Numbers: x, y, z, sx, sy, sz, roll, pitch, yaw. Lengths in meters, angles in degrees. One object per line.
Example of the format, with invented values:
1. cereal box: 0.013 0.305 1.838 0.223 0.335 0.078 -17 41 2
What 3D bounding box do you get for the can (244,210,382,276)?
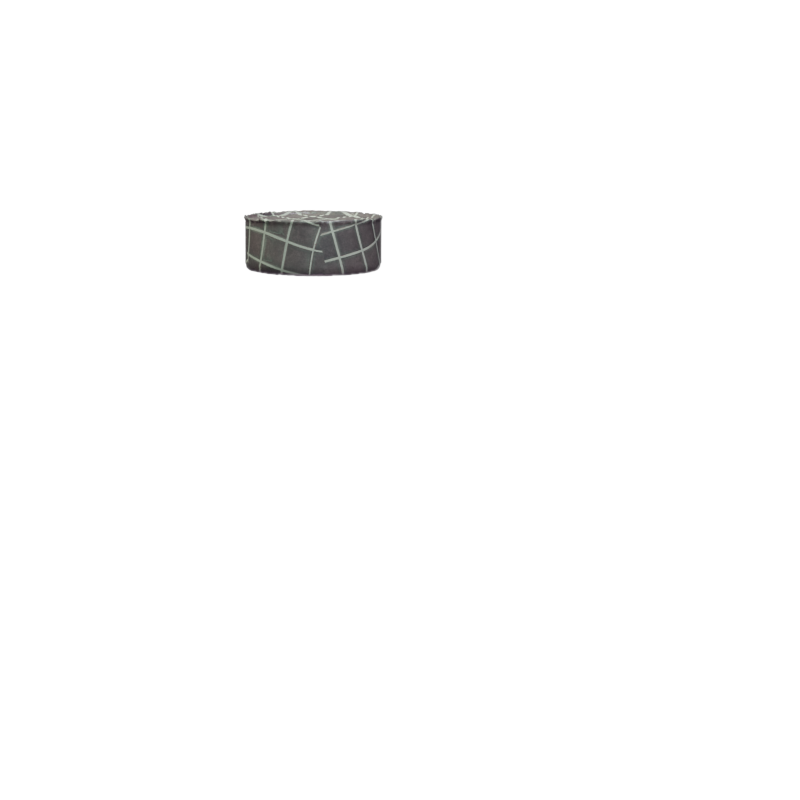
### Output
1. can: -0.054 -0.098 0.688 0.086 0.033 0.088 0 12 -2
